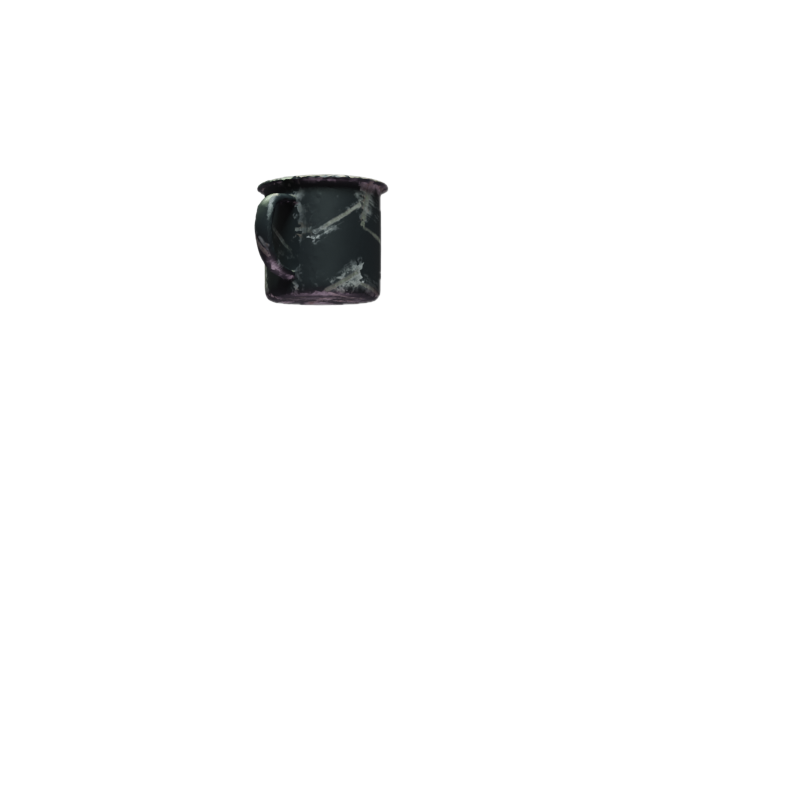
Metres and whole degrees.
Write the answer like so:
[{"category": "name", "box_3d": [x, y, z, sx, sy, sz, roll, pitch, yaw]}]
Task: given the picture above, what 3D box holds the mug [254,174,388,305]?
[{"category": "mug", "box_3d": [-0.060, -0.110, 0.771, 0.096, 0.083, 0.112, -2, -4, 31]}]
